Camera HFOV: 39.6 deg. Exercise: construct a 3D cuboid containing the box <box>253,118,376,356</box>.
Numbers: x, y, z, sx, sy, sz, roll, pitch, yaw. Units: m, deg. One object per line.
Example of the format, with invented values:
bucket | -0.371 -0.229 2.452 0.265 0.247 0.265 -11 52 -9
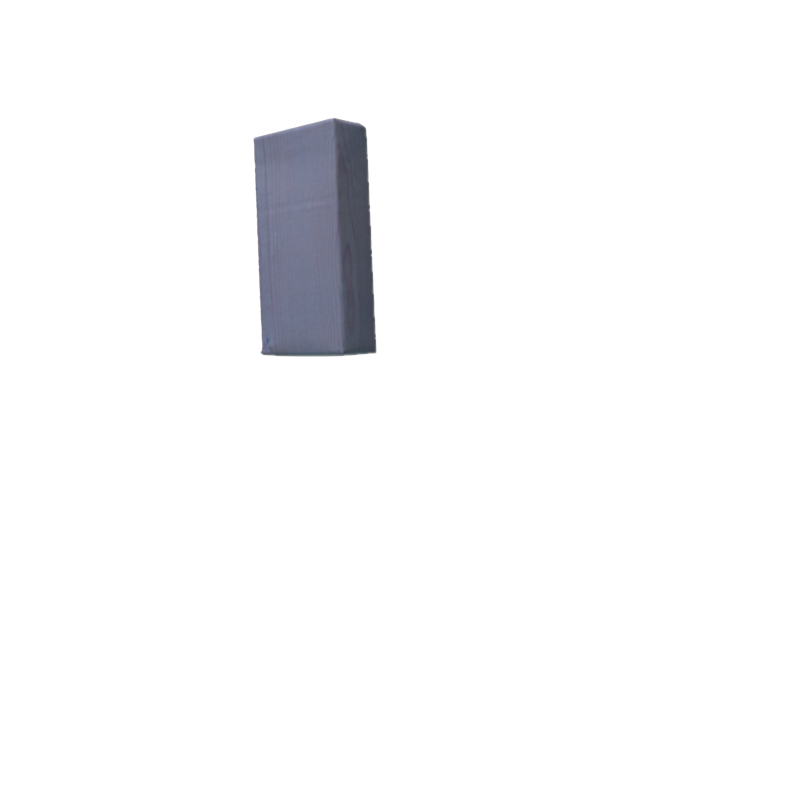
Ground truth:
box | -0.067 -0.122 0.857 0.096 0.179 0.046 -5 -8 43
